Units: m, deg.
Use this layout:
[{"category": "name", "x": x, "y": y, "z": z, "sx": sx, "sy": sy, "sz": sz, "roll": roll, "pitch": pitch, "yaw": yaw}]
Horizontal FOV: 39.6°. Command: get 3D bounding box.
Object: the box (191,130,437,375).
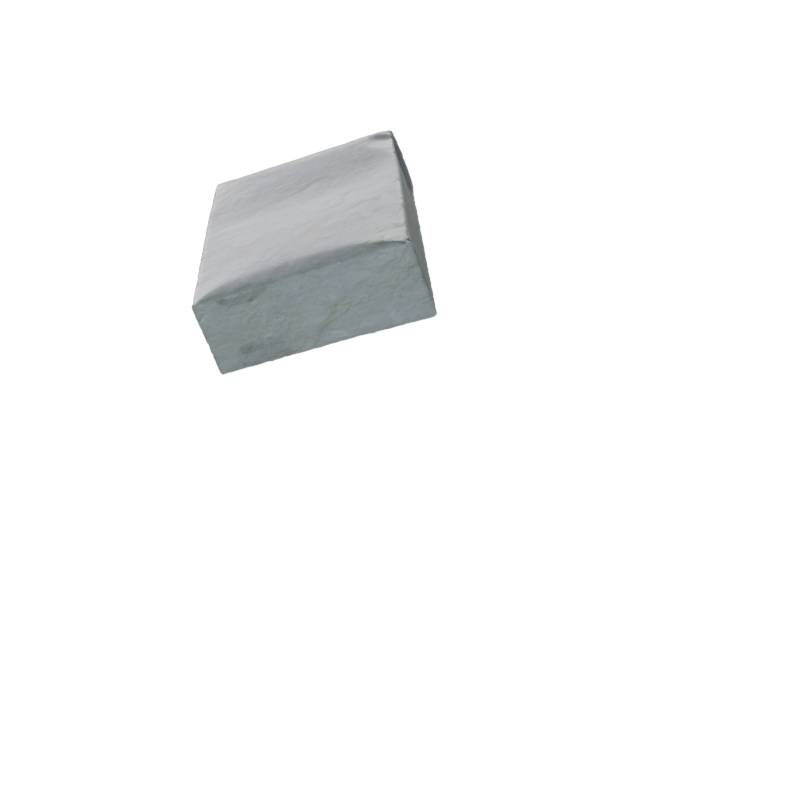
[{"category": "box", "x": -0.068, "y": -0.124, "z": 0.866, "sx": 0.165, "sy": 0.067, "sz": 0.228, "roll": -16, "pitch": 33, "yaw": 7}]
